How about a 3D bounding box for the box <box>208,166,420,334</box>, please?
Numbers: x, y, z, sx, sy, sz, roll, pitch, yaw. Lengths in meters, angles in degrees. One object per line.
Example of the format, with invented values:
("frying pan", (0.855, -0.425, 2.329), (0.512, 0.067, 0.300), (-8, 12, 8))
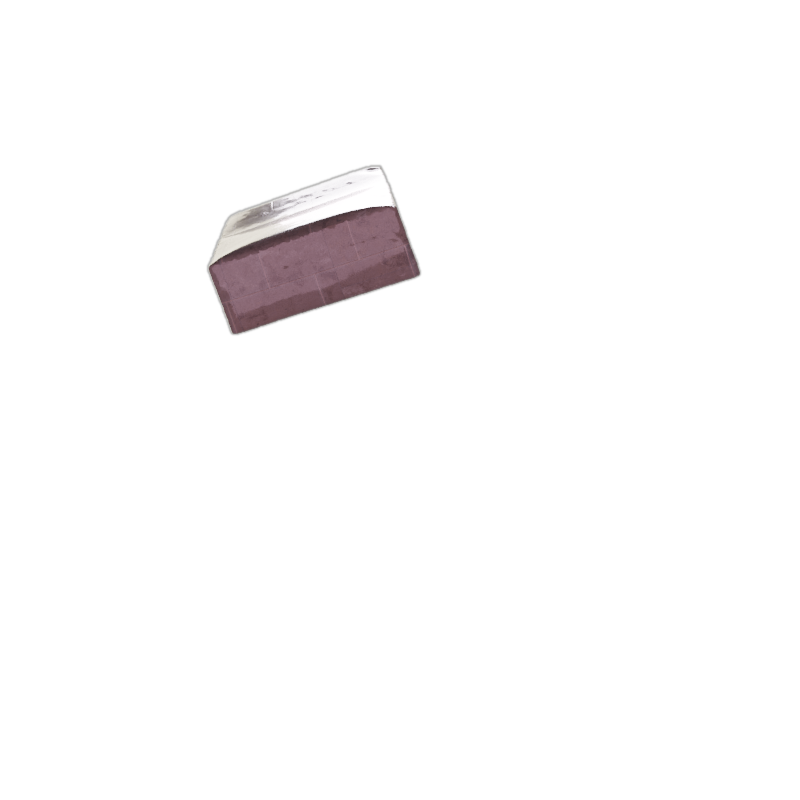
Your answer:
("box", (-0.078, -0.142, 0.994), (0.164, 0.069, 0.223), (-18, 20, 3))
